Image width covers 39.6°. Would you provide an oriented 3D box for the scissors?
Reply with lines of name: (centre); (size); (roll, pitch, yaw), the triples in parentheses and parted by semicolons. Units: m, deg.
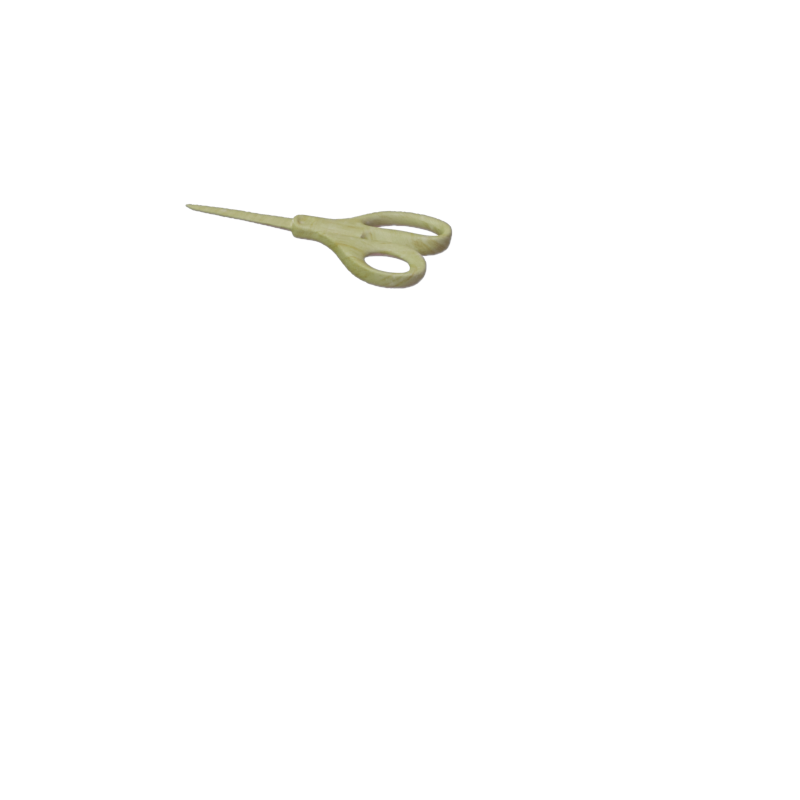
scissors: (-0.063, -0.115, 0.807); (0.202, 0.015, 0.102); (2, 38, 2)
